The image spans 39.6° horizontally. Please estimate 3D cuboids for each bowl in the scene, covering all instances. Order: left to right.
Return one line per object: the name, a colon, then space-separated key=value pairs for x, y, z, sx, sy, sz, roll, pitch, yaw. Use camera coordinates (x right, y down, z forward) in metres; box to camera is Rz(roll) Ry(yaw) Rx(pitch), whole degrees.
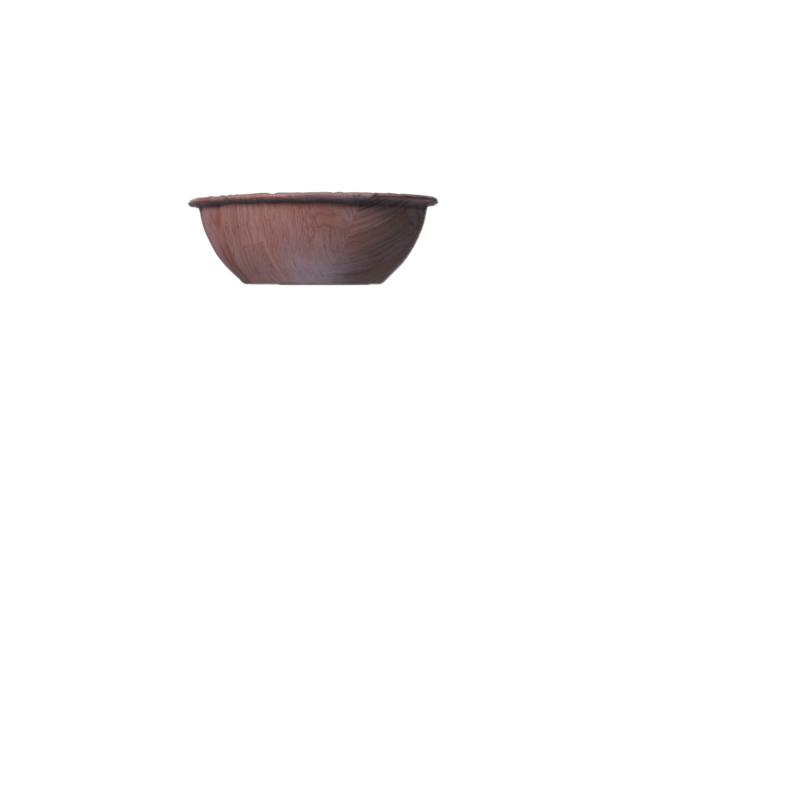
bowl: x=-0.056 y=-0.102 z=0.716 sx=0.162 sy=0.055 sz=0.163 roll=0 pitch=6 yaw=-2
